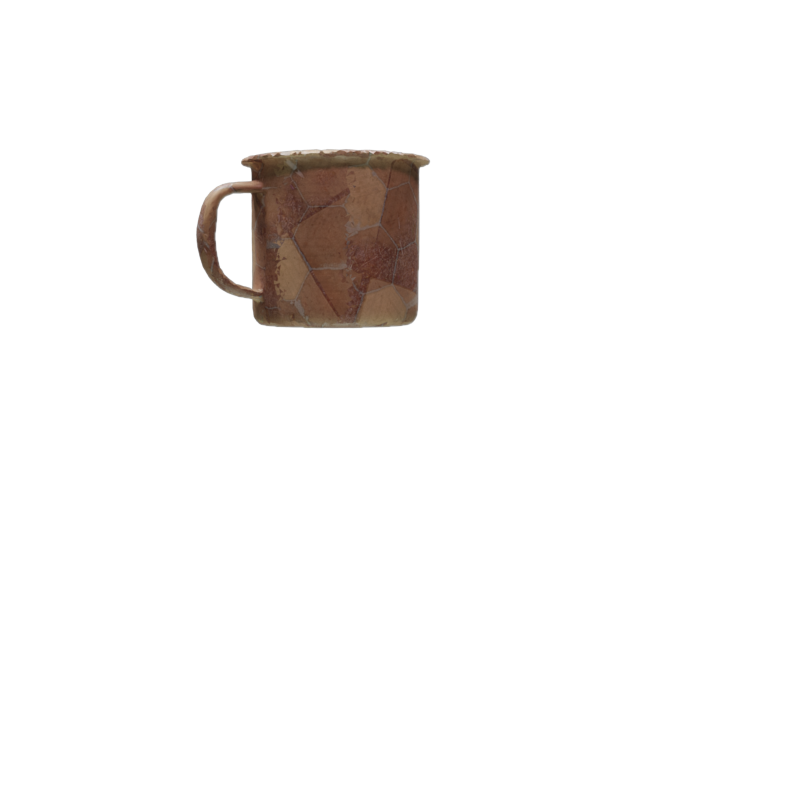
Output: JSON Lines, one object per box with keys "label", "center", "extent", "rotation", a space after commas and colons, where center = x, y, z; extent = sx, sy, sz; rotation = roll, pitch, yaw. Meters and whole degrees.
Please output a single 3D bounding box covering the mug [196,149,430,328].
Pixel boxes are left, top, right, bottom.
{"label": "mug", "center": [-0.042, -0.077, 0.539], "extent": [0.113, 0.081, 0.096], "rotation": [-2, 3, -28]}
